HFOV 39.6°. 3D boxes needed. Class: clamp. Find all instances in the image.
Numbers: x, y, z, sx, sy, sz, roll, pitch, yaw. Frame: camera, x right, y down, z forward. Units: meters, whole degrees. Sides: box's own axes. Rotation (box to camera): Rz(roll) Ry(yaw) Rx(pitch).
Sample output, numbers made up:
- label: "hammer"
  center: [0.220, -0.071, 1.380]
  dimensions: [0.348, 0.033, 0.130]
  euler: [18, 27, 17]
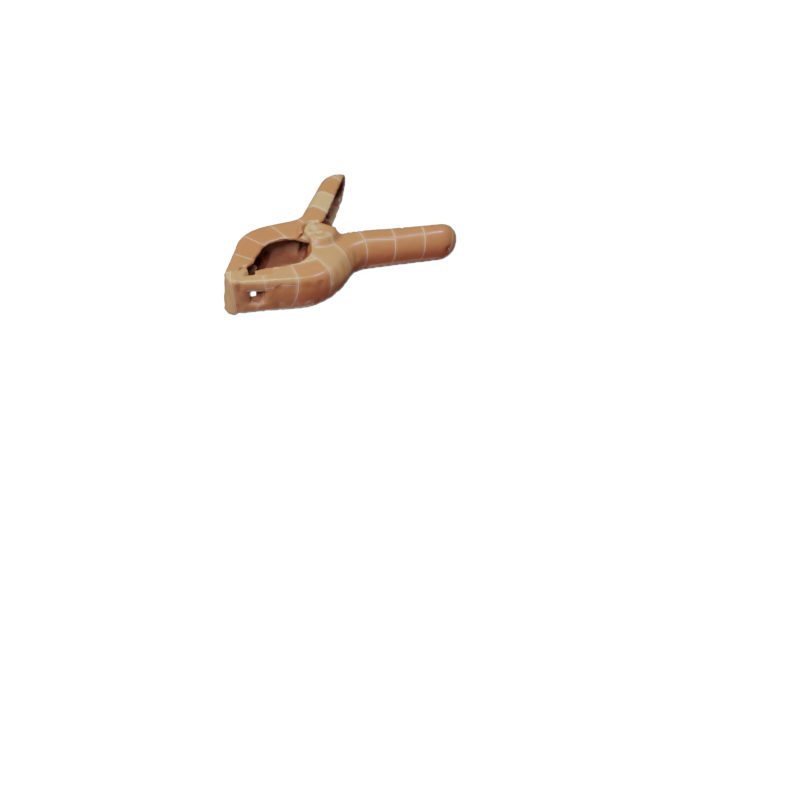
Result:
- label: "clamp"
  center: [-0.060, -0.109, 0.766]
  dimensions: [0.169, 0.037, 0.129]
  euler: [-23, 38, -32]
